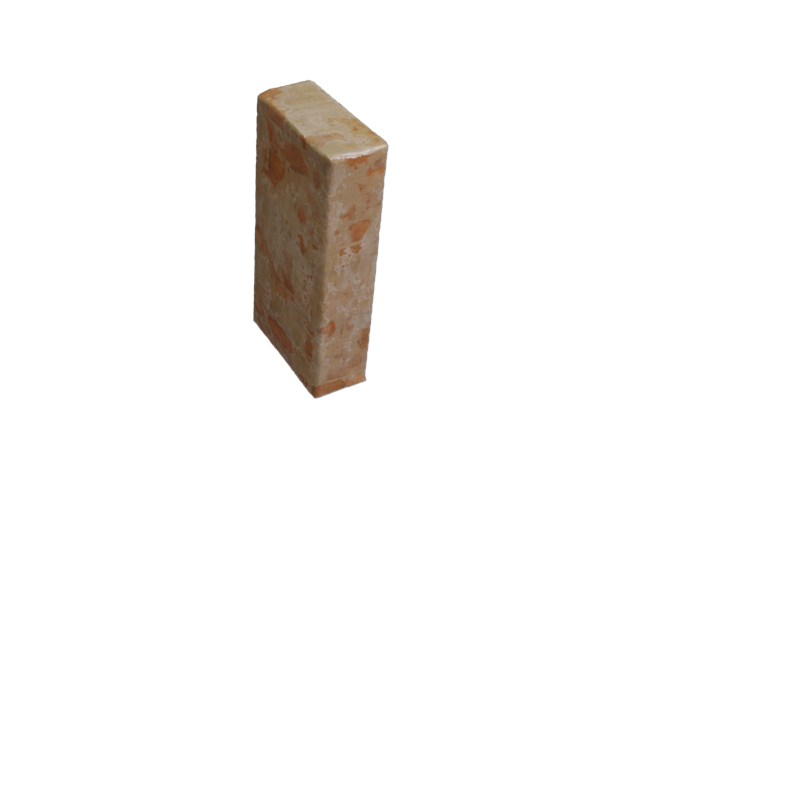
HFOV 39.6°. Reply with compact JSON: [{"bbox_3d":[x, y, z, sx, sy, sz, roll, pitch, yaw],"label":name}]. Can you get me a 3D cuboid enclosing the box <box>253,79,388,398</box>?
[{"bbox_3d":[-0.054,-0.098,0.685,0.047,0.165,0.101,-18,43,-25],"label":"box"}]
